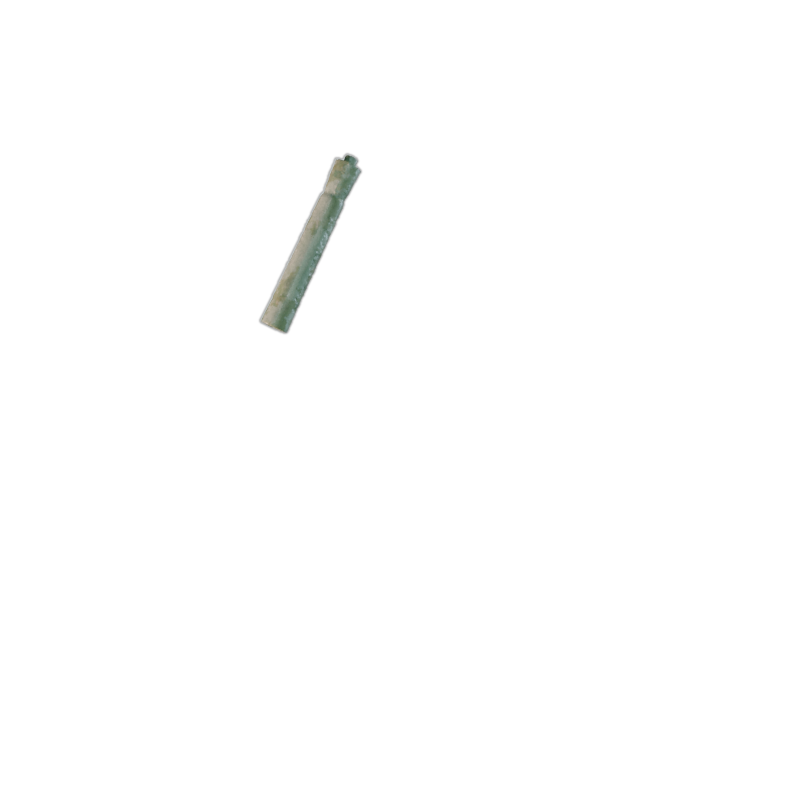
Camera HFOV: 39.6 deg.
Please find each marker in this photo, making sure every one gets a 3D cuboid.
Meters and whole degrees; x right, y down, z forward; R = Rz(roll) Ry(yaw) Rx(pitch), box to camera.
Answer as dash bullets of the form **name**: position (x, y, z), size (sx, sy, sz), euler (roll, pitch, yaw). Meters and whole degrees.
- **marker**: position (-0.055, -0.101, 0.705), size (0.020, 0.122, 0.019), euler (24, -7, 0)
